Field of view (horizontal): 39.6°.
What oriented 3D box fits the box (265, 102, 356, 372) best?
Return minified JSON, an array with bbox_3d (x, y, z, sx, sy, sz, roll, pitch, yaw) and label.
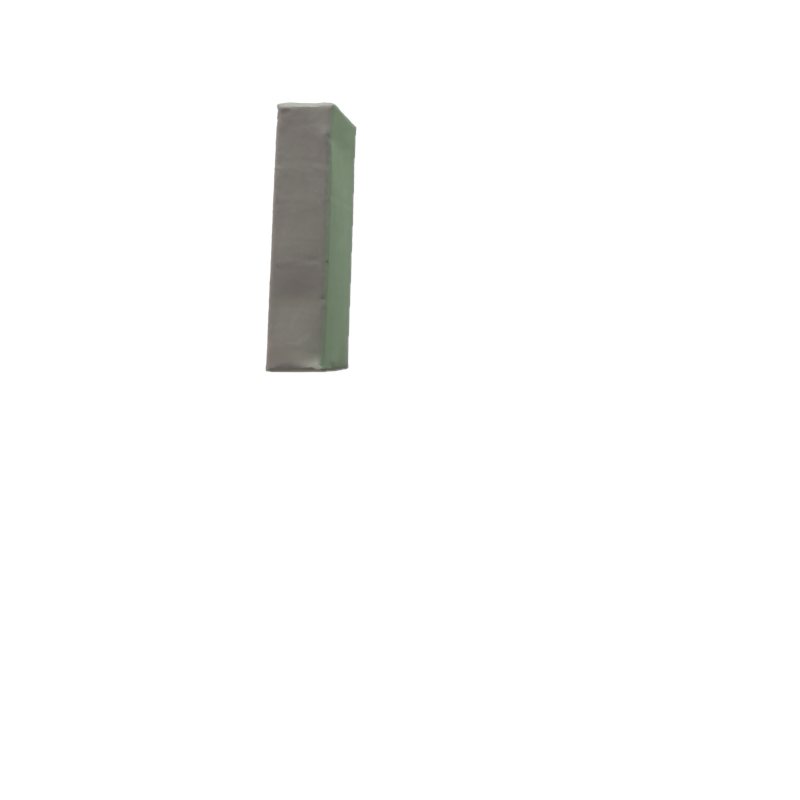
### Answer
[{"bbox_3d":[-0.060,-0.108,0.758,0.049,0.178,0.091,-1,-3,8],"label":"box"}]
